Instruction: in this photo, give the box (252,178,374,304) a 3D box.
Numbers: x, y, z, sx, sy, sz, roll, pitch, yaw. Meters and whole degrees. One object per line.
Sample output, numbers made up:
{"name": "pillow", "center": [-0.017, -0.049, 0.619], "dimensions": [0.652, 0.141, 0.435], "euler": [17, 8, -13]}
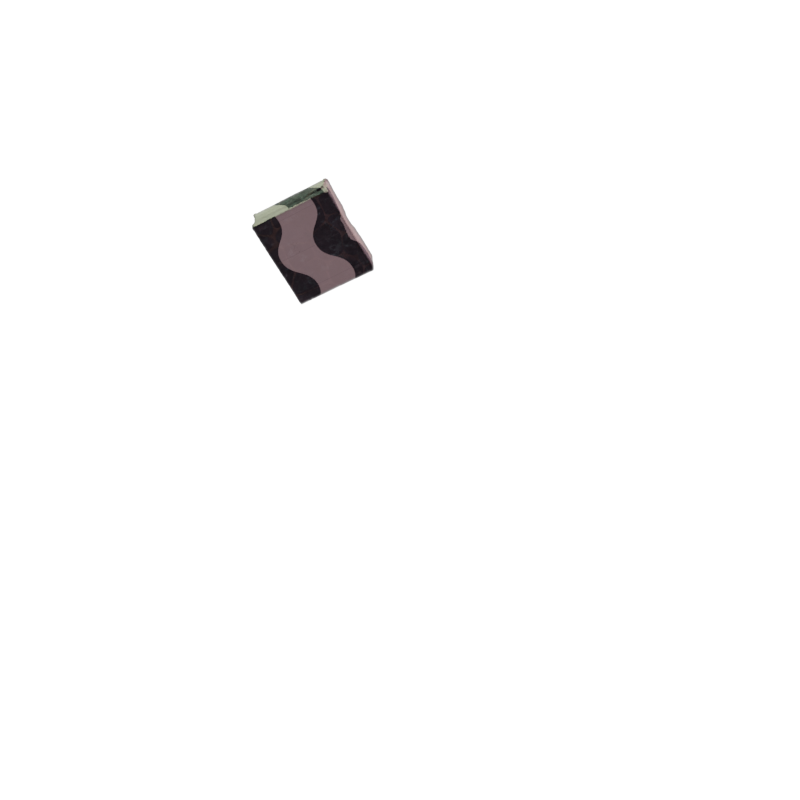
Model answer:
{"name": "box", "center": [-0.075, -0.137, 0.957], "dimensions": [0.073, 0.084, 0.032], "euler": [-26, 25, 13]}
